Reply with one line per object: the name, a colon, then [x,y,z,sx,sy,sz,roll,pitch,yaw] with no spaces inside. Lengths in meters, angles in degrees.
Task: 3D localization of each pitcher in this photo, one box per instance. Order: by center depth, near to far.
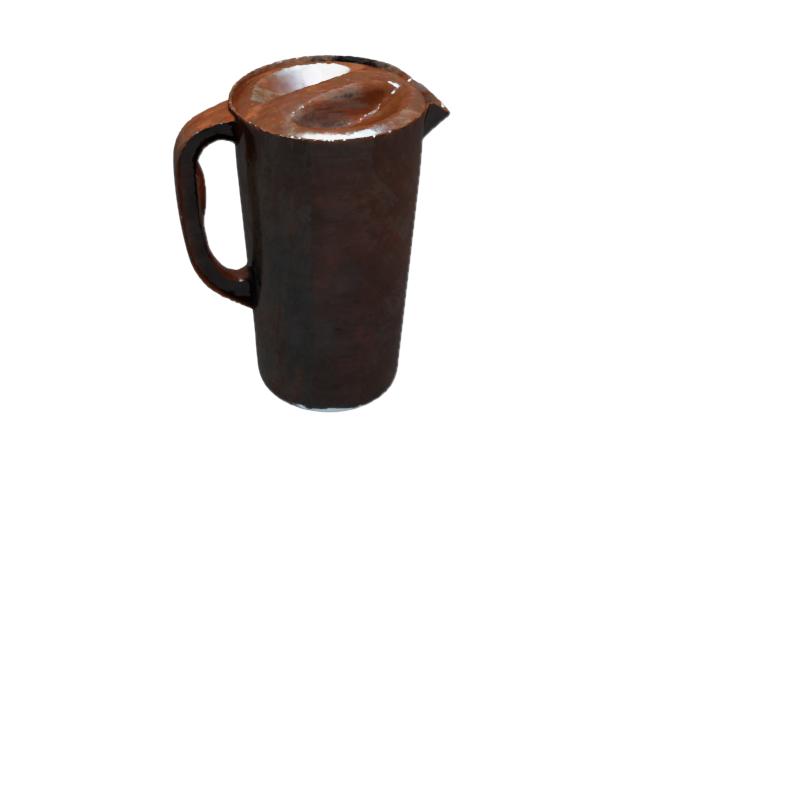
pitcher: [-0.062,-0.113,0.792,0.156,0.228,0.148,20,39,23]
